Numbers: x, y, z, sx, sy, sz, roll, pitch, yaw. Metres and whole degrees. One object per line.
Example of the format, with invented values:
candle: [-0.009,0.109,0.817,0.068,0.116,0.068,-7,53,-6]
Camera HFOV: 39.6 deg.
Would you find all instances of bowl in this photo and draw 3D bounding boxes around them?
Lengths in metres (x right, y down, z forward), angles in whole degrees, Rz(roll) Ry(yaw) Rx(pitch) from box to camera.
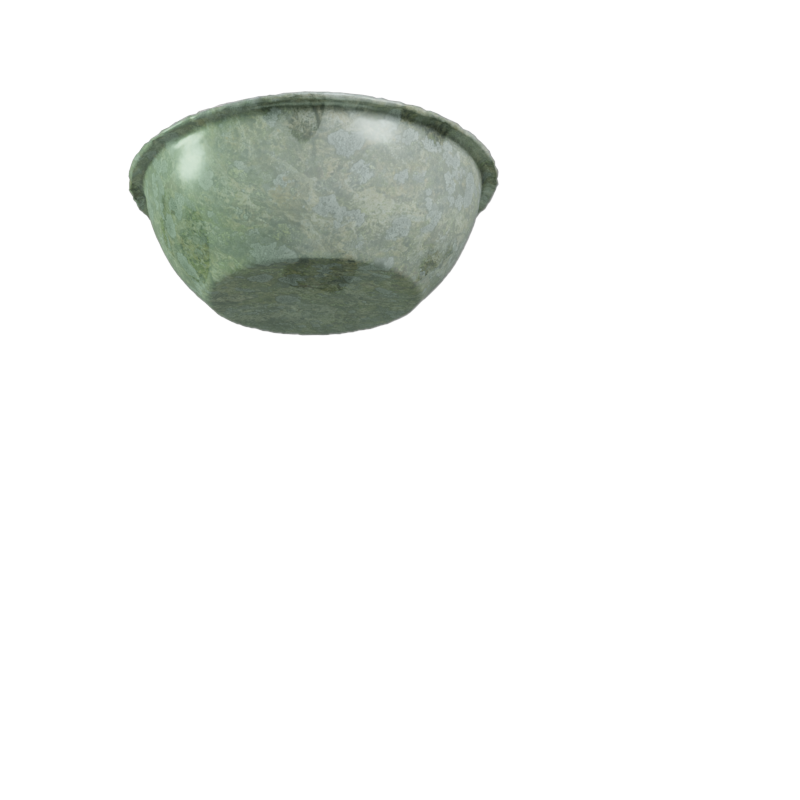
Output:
bowl: [-0.038,-0.068,0.480,0.162,0.058,0.155,0,-18,-2]
